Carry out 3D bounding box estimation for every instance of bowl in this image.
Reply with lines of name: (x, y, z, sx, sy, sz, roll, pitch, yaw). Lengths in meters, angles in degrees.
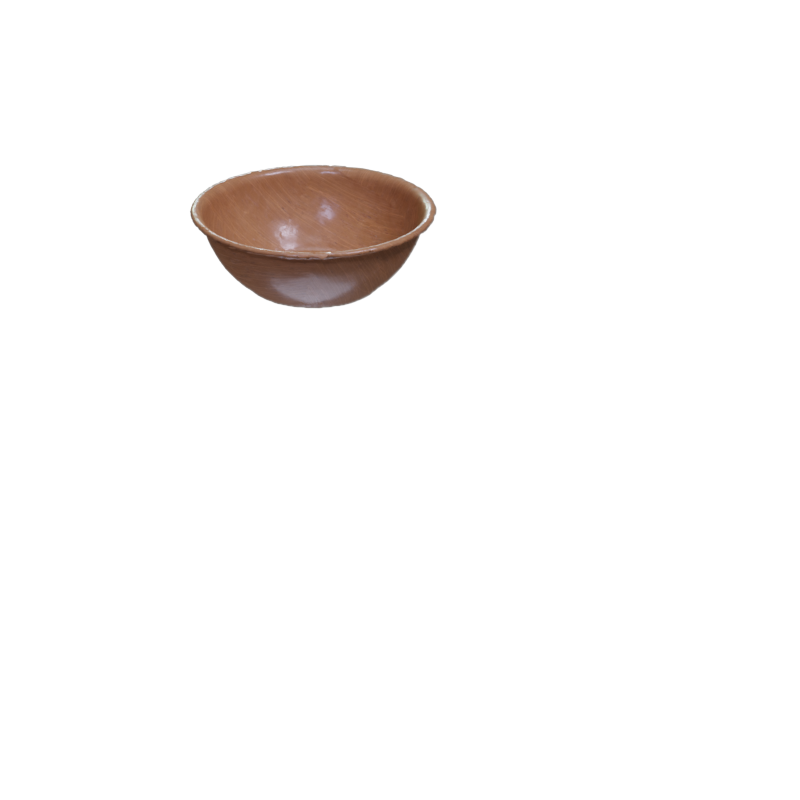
bowl: (-0.058, -0.106, 0.740, 0.162, 0.052, 0.172, -1, 30, -2)
